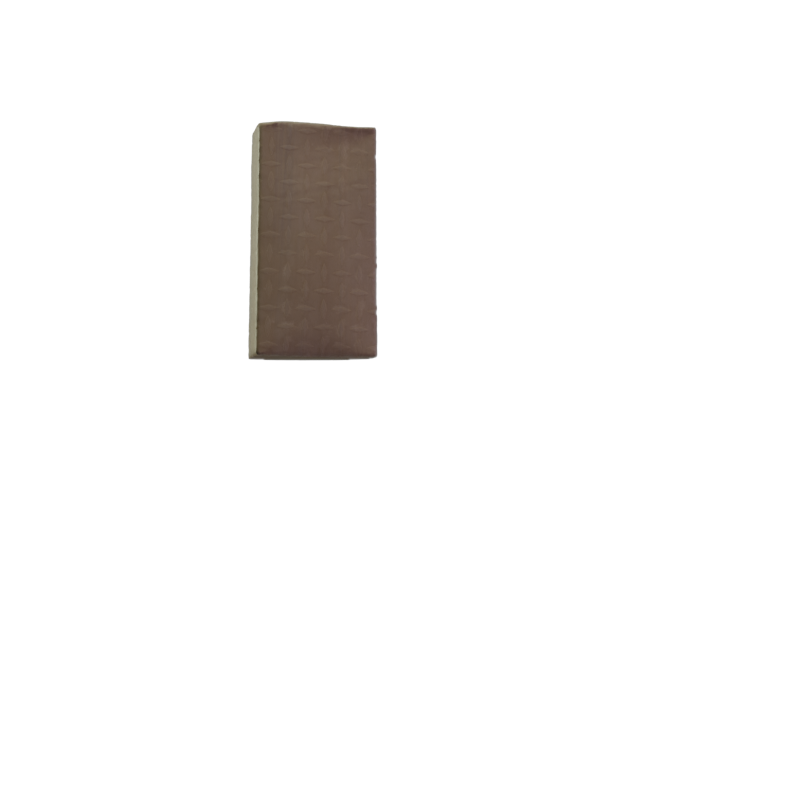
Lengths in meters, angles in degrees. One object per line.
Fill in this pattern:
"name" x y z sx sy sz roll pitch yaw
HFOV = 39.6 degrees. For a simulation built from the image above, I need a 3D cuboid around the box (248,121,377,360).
"box" -0.065 -0.119 0.832 0.092 0.180 0.048 1 -8 -12
